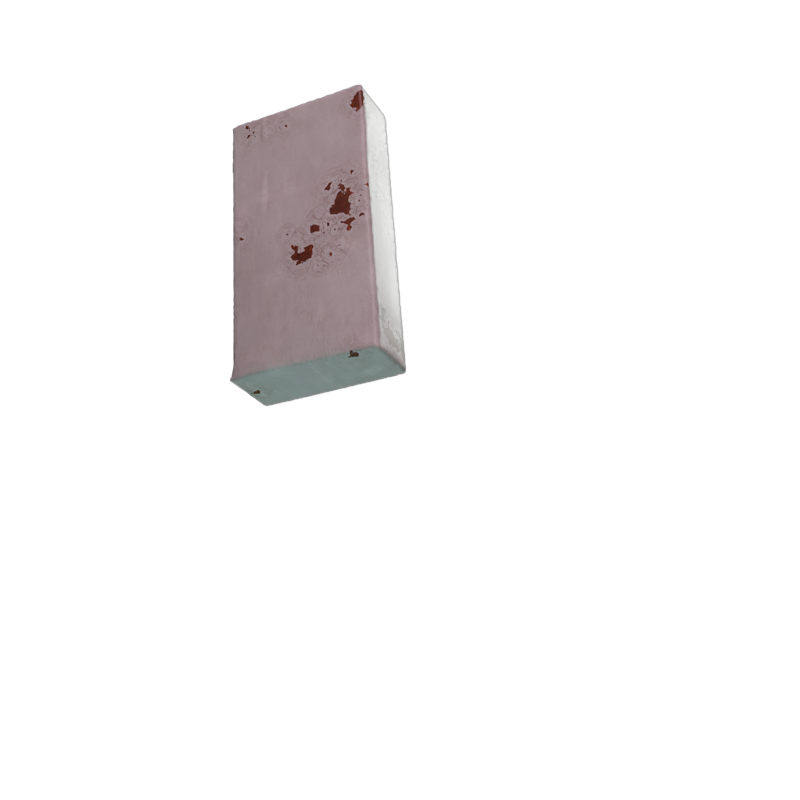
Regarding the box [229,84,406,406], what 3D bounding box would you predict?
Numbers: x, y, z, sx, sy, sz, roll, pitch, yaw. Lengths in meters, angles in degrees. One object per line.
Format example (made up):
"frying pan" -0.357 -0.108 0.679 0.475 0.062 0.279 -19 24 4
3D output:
"box" -0.051 -0.093 0.650 0.094 0.188 0.044 -15 -32 21
